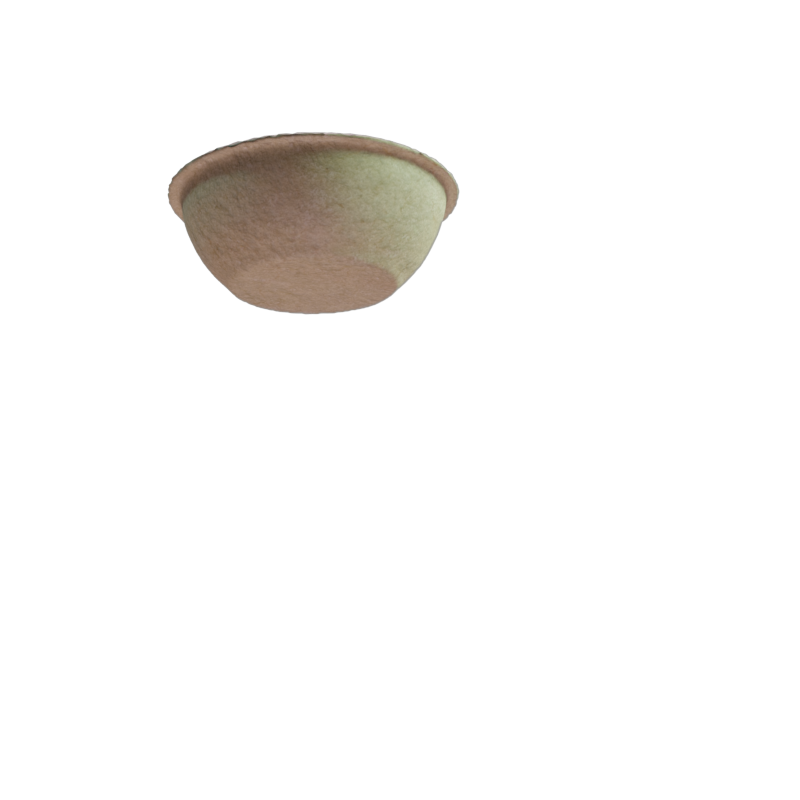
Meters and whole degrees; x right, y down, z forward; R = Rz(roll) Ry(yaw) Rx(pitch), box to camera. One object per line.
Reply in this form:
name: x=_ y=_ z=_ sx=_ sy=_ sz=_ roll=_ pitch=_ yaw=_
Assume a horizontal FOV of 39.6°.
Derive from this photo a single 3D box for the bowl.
bowl: x=-0.048 y=-0.087 z=0.609 sx=0.162 sy=0.057 sz=0.155 roll=0 pitch=-16 yaw=-2
